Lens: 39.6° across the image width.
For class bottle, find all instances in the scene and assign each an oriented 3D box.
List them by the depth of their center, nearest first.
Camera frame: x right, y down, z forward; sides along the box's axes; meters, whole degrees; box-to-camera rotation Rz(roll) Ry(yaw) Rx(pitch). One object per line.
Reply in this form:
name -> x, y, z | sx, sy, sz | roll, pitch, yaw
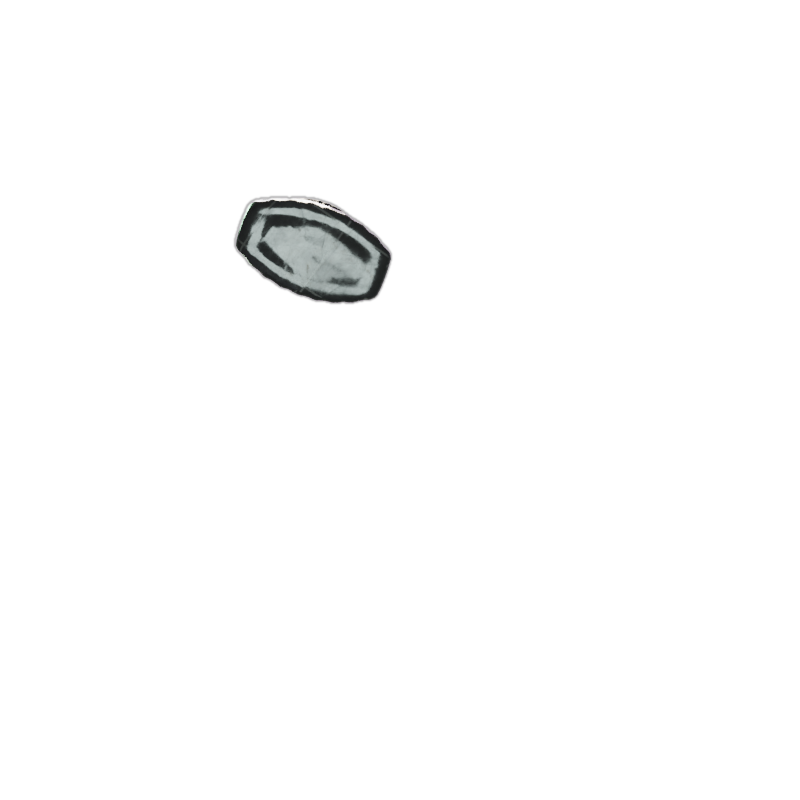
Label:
bottle -> -0.060, -0.109, 0.768 | 0.095, 0.058, 0.196 | 18, 9, -7
